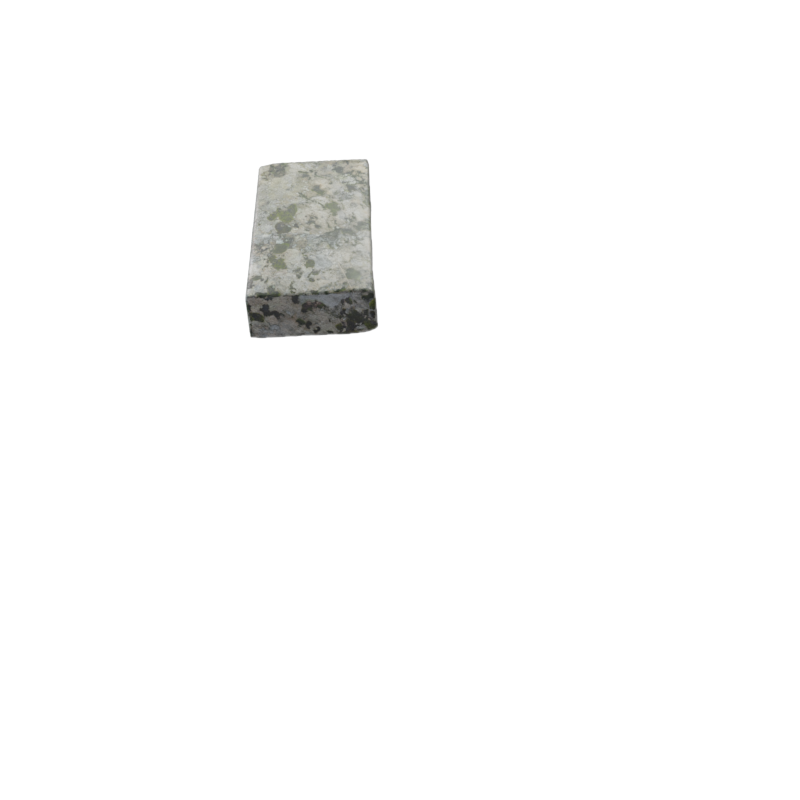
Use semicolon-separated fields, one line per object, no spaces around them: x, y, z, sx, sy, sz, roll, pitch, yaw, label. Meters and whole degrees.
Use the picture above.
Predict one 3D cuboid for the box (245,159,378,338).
-0.067;-0.122;0.852;0.093;0.045;0.189;-4;43;0;box
